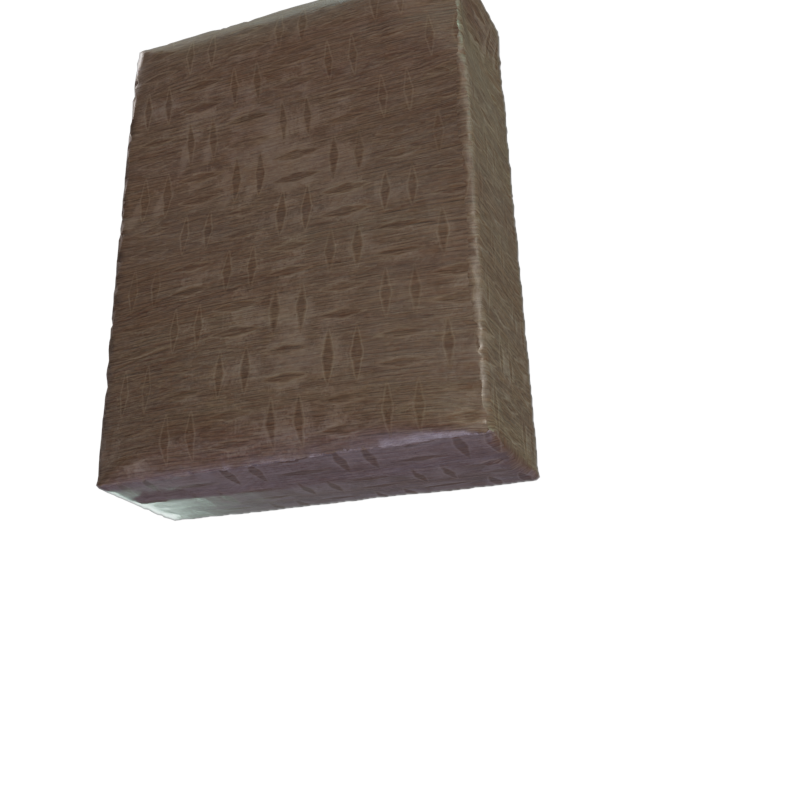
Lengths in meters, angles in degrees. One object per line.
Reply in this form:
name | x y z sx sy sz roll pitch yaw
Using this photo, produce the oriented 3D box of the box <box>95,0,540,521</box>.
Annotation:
box | -0.037 -0.068 0.474 0.167 0.226 0.067 -10 -26 20
